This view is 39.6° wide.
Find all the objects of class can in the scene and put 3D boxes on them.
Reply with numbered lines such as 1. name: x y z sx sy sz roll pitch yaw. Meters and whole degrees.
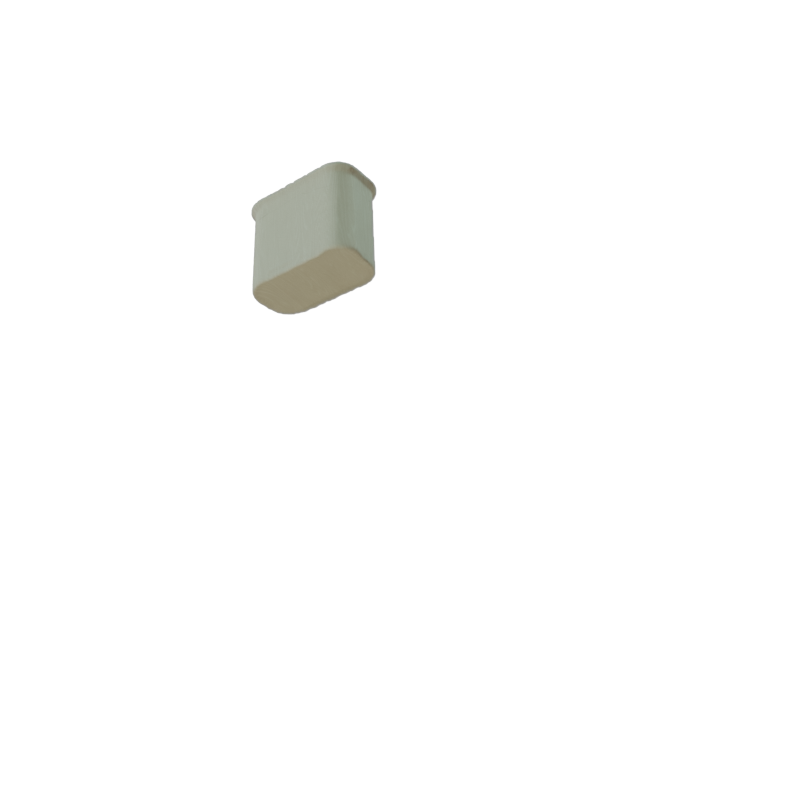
1. can: -0.067 -0.123 0.858 0.102 0.090 0.053 -23 -40 28
